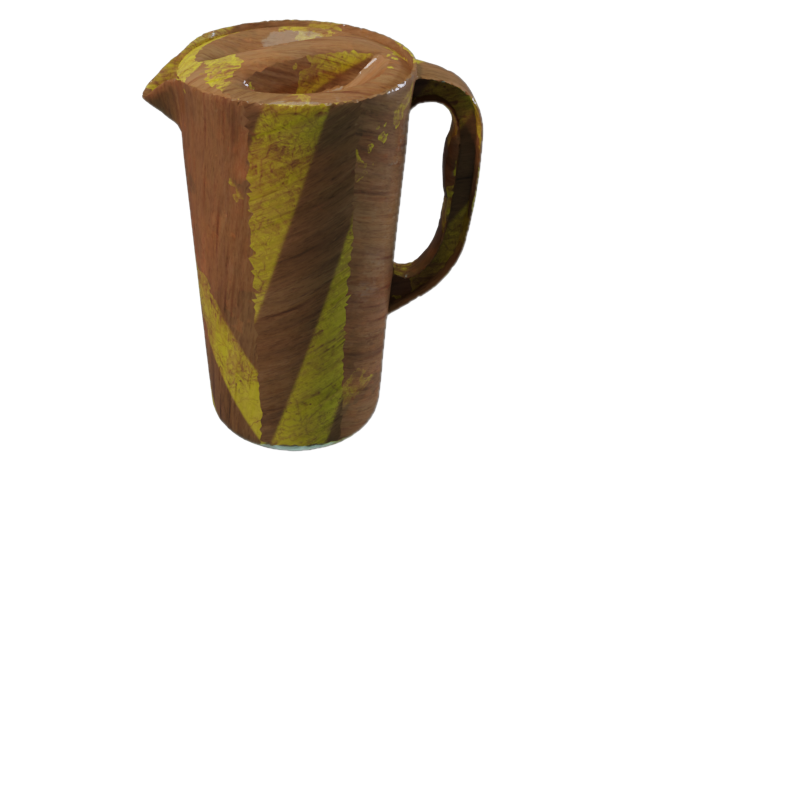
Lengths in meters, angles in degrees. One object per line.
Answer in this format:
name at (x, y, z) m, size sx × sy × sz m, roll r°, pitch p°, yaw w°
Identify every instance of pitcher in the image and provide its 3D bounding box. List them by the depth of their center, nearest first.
pitcher at (-0.052, -0.094, 0.658) m, size 0.158 × 0.228 × 0.145 m, roll 25°, pitch 40°, yaw 31°
